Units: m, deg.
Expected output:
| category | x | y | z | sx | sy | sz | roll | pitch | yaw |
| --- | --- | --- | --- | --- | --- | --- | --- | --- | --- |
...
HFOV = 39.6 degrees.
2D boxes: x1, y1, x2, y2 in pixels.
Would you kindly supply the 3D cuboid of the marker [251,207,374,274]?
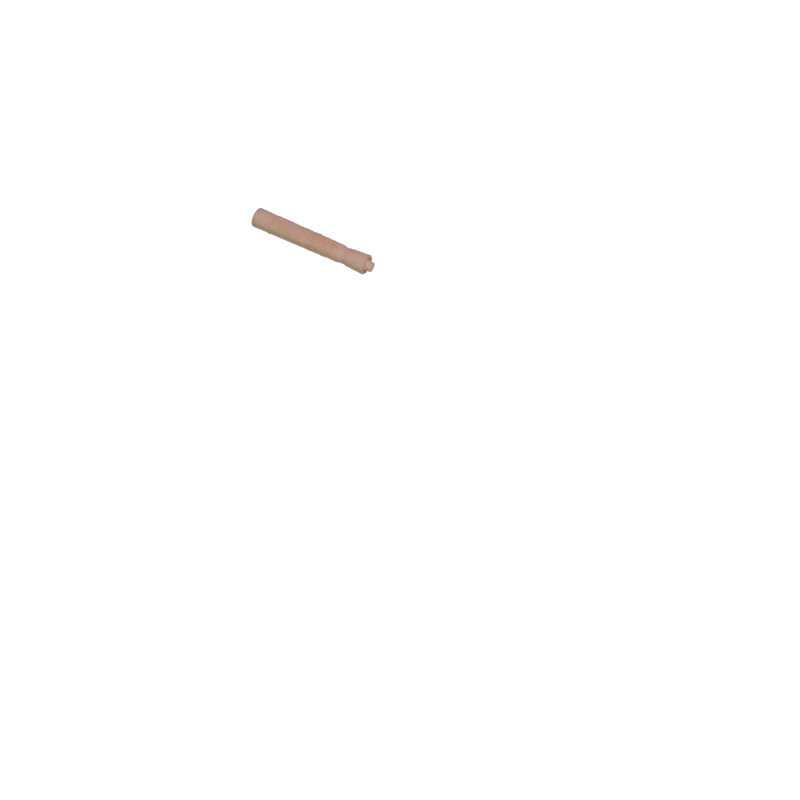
| category | x | y | z | sx | sy | sz | roll | pitch | yaw |
| --- | --- | --- | --- | --- | --- | --- | --- | --- | --- |
| marker | -0.078 | -0.143 | 0.998 | 0.126 | 0.019 | 0.019 | 26 | 12 | 18 |
